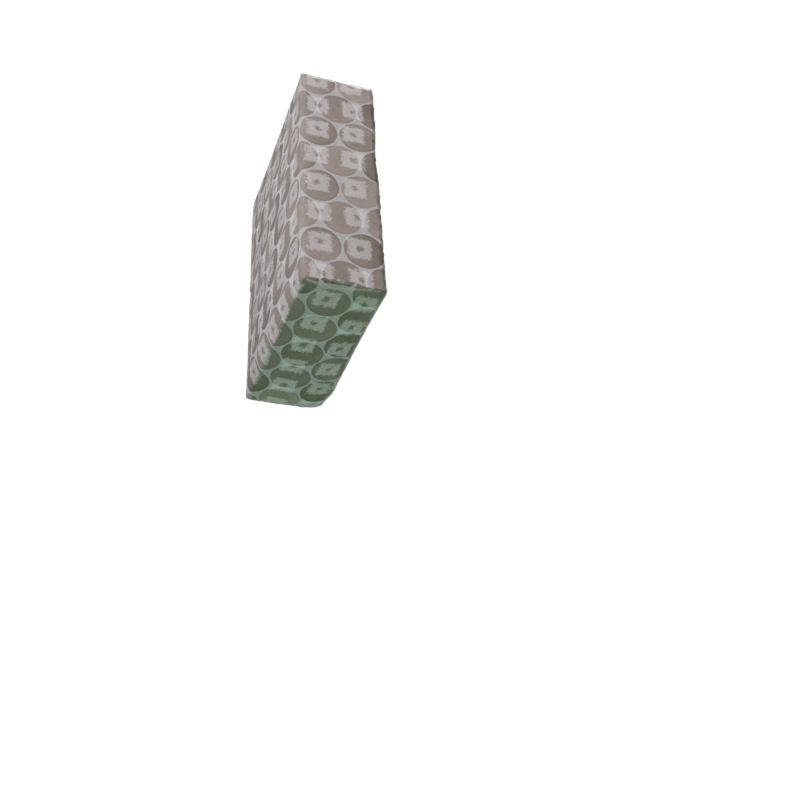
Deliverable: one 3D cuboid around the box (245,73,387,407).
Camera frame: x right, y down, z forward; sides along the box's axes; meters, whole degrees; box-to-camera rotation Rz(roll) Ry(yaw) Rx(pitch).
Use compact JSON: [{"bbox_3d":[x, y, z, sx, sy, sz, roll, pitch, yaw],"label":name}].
[{"bbox_3d":[-0.069,-0.127,0.887,0.070,0.229,0.157,10,-39,-17],"label":"box"}]
